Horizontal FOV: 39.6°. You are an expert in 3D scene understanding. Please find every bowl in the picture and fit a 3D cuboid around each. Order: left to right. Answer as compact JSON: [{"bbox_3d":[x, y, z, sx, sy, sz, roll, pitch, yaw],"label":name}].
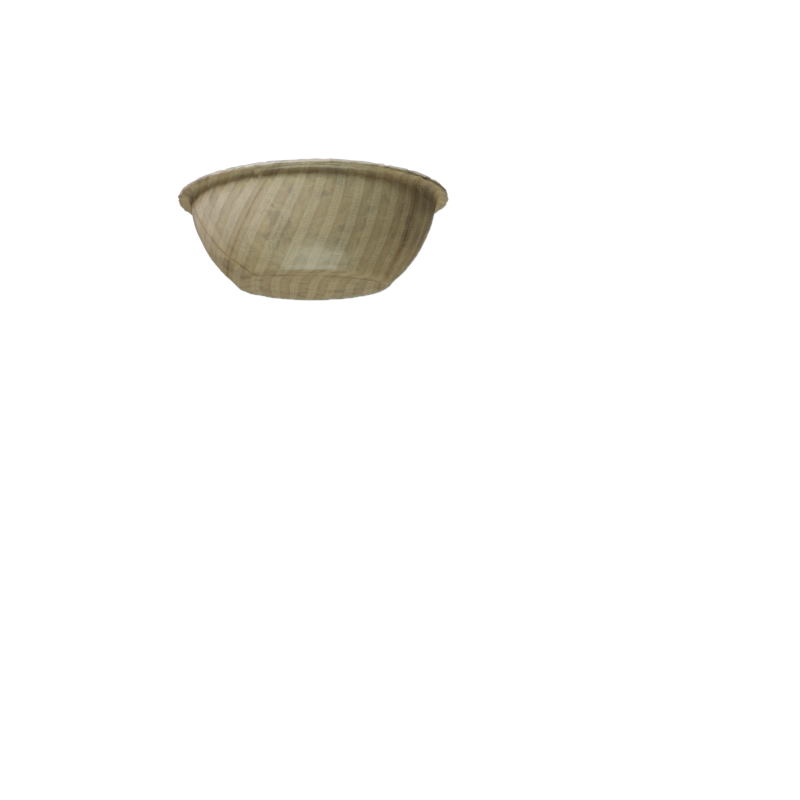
[{"bbox_3d":[-0.052,-0.095,0.662,0.162,0.056,0.158,0,-7,-2],"label":"bowl"}]
